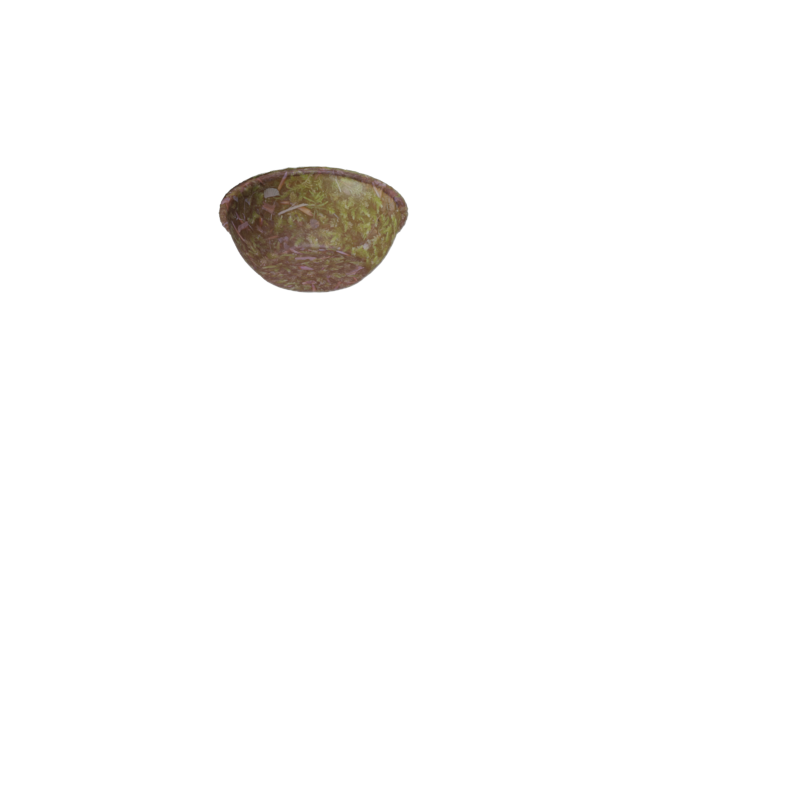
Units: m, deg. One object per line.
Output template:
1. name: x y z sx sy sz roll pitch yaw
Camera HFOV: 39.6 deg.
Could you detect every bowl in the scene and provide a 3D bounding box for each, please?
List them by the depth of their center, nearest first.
1. bowl: -0.073 -0.133 0.932 0.162 0.058 0.154 1 -21 -2
